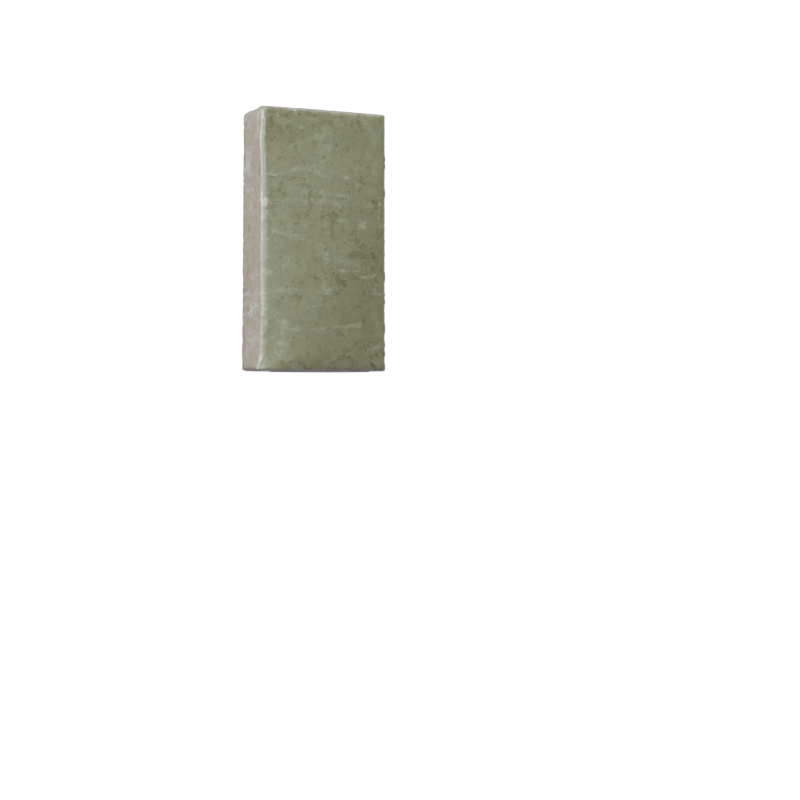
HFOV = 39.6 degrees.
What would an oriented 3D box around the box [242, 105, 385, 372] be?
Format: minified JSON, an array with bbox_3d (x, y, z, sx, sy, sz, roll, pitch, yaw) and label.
[{"bbox_3d":[-0.059,-0.108,0.754,0.090,0.178,0.049,1,-5,-24],"label":"box"}]
